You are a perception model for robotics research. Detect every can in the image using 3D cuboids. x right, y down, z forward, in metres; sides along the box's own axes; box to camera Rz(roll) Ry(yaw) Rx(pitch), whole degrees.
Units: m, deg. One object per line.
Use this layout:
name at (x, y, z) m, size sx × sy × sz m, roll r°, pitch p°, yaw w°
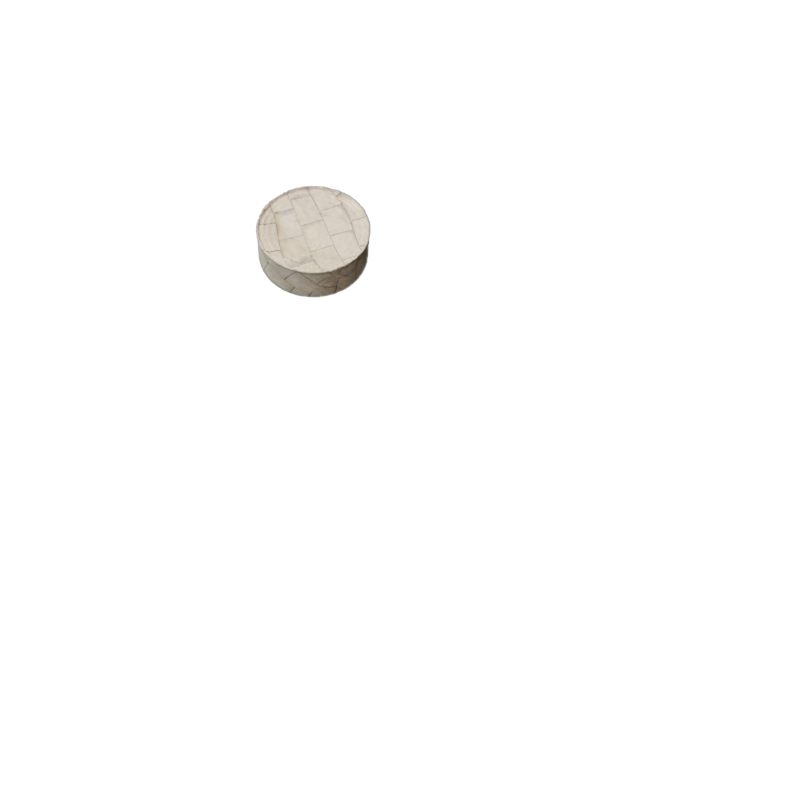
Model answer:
can at (-0.066, -0.120, 0.840) m, size 0.086 × 0.092 × 0.031 m, roll -1°, pitch -37°, yaw -1°
